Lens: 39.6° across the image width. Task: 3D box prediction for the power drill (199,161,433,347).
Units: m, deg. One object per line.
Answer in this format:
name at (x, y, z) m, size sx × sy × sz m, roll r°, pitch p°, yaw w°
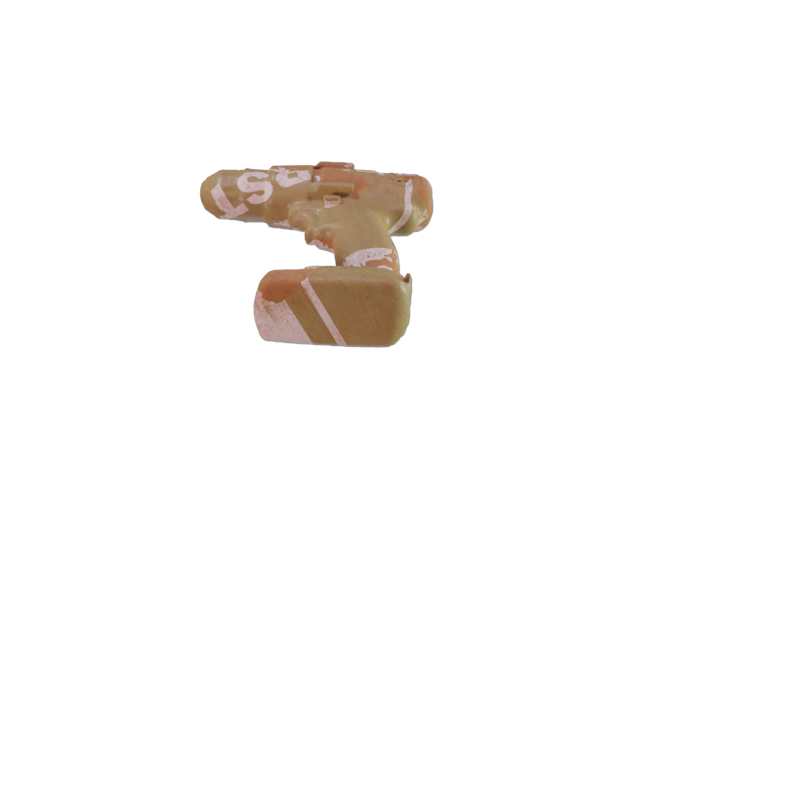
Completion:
power drill at (-0.064, -0.117, 0.819) m, size 0.184 × 0.054 × 0.200 m, roll 0°, pitch 38°, yaw 0°
